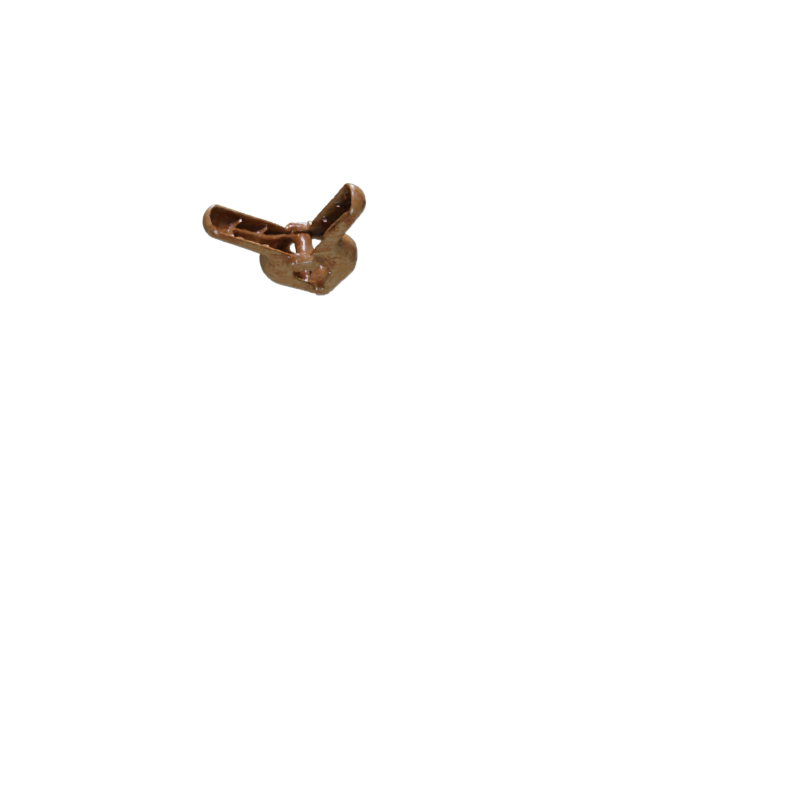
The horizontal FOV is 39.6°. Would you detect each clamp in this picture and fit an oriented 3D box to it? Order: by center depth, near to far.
[{"bbox_3d":[-0.068,-0.124,0.865,0.122,0.041,0.162,-4,-12,17],"label":"clamp"}]
